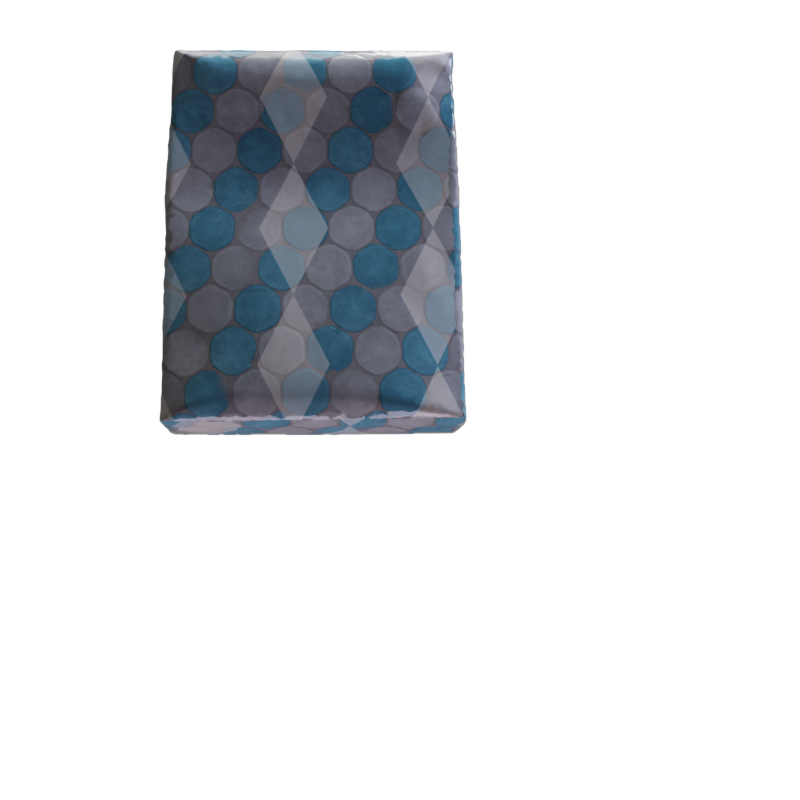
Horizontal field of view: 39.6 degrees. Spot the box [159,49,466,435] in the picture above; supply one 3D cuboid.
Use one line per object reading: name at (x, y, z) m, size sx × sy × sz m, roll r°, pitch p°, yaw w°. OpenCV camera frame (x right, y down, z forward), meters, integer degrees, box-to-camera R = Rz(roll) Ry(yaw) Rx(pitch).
box at (-0.049, -0.090, 0.629) m, size 0.164 × 0.221 × 0.069 m, roll 0°, pitch -14°, yaw -2°
